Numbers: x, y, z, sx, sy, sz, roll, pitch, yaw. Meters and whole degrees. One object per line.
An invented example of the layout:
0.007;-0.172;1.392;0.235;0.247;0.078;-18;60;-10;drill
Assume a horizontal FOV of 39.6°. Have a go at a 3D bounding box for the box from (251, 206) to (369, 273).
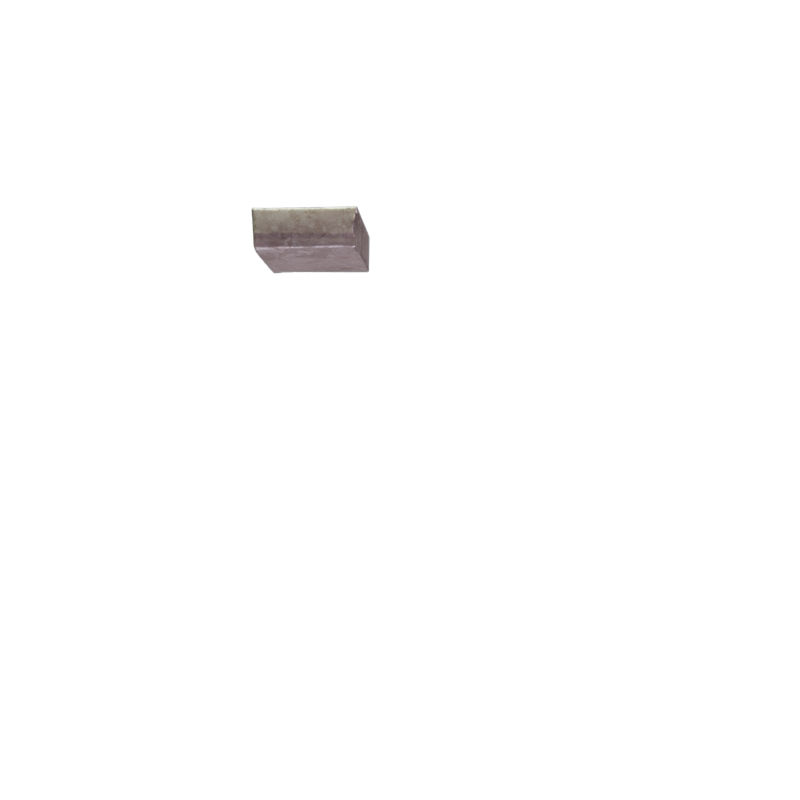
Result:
-0.075;-0.137;0.961;0.091;0.040;0.110;-1;-4;5;box
